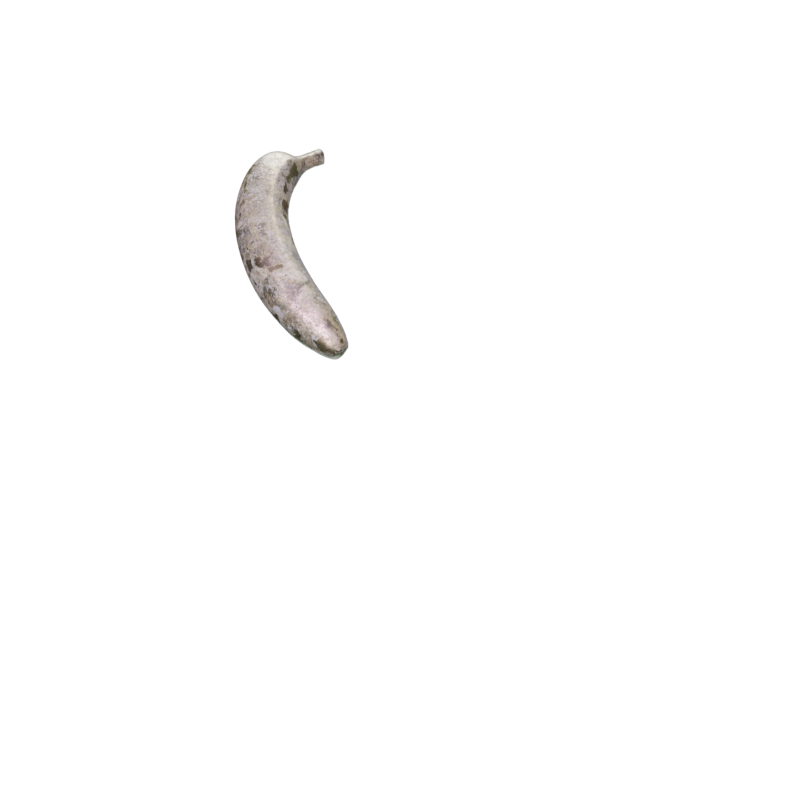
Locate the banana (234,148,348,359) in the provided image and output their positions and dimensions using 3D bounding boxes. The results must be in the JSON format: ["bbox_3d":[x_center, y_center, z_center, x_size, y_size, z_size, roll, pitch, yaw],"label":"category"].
[{"bbox_3d":[-0.078,-0.111,0.763,0.069,0.213,0.034,-5,-39,-4],"label":"banana"}]
